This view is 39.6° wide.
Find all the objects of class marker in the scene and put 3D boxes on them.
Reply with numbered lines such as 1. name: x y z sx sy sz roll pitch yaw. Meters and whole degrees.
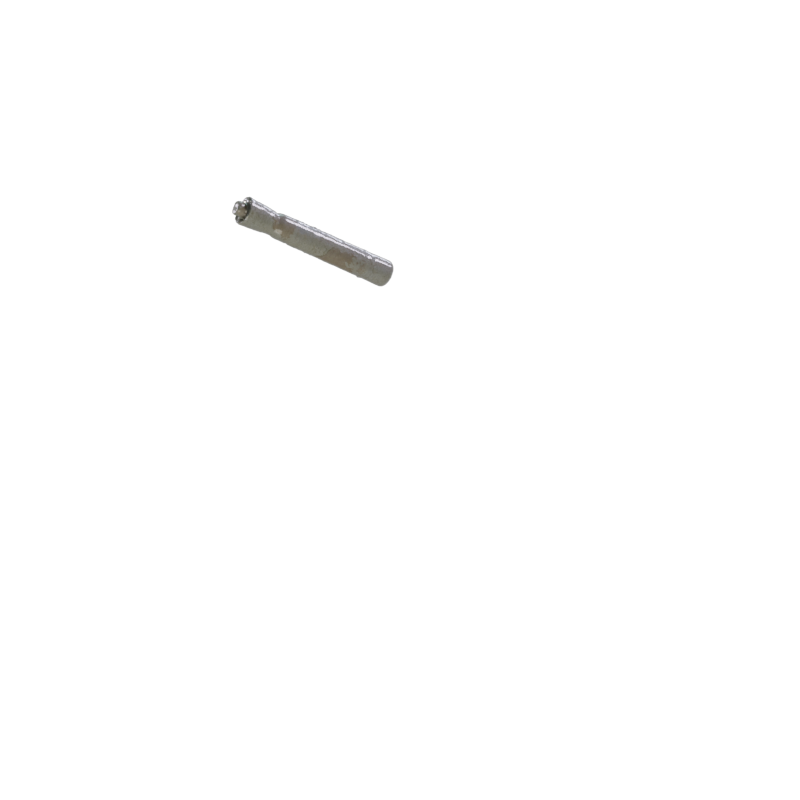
1. marker: -0.057 -0.103 0.724 0.115 0.020 0.020 21 -8 -29
